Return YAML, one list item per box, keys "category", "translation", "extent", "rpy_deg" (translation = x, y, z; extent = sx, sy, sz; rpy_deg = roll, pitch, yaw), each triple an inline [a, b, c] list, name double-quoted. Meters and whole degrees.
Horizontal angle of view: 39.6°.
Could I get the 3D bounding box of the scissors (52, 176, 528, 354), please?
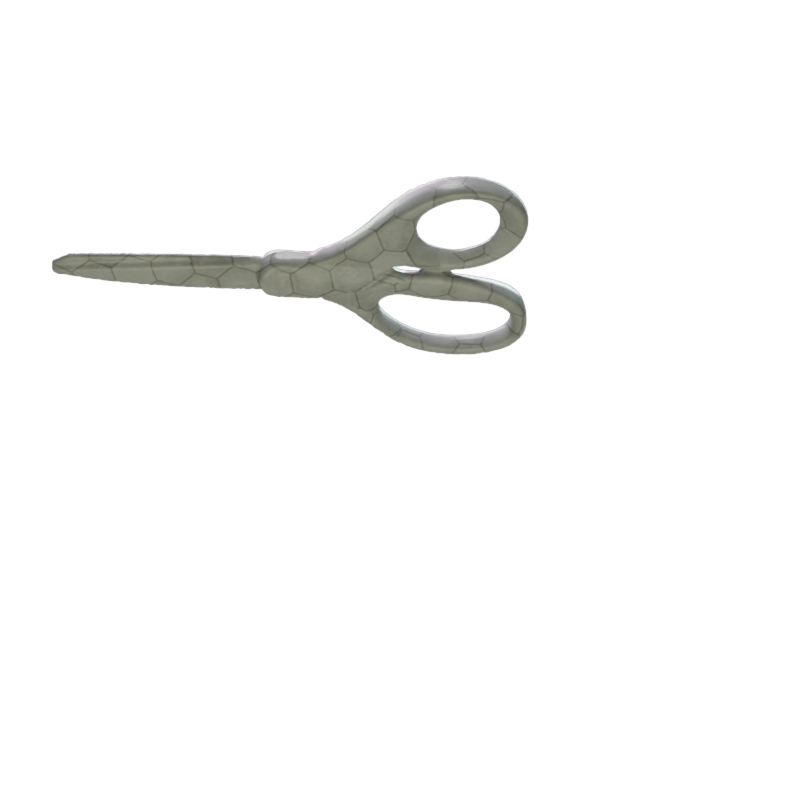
- category: "scissors"
  translation: [-0.036, -0.065, 0.458]
  extent: [0.198, 0.092, 0.017]
  rpy_deg: [14, 37, -11]
